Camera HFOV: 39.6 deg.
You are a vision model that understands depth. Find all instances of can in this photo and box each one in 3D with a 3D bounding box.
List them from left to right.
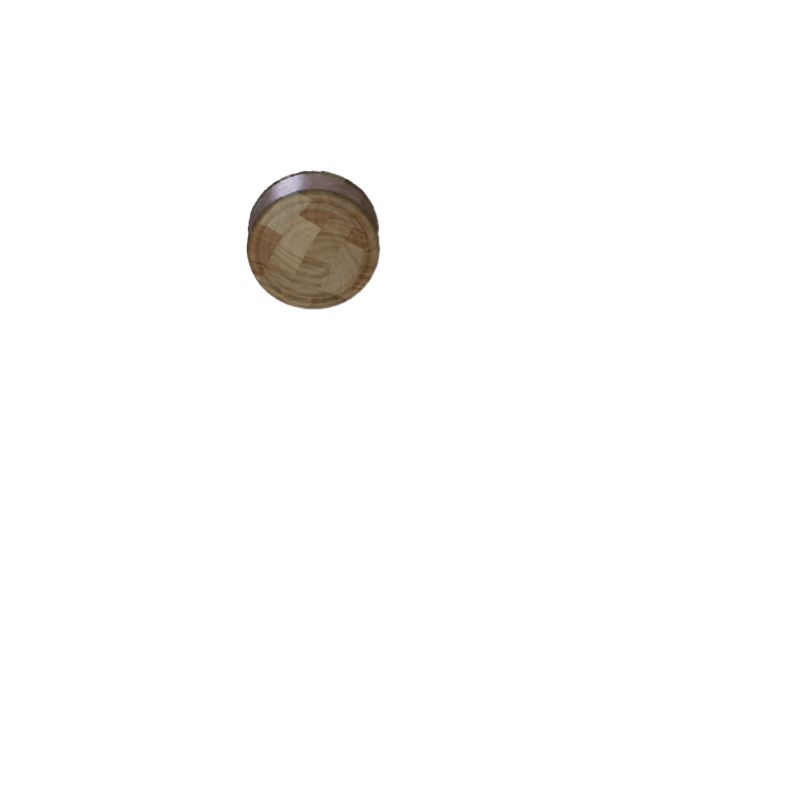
[{"bbox_3d":[-0.056,-0.101,0.711,0.086,0.081,0.036,1,29,-1],"label":"can"}]
